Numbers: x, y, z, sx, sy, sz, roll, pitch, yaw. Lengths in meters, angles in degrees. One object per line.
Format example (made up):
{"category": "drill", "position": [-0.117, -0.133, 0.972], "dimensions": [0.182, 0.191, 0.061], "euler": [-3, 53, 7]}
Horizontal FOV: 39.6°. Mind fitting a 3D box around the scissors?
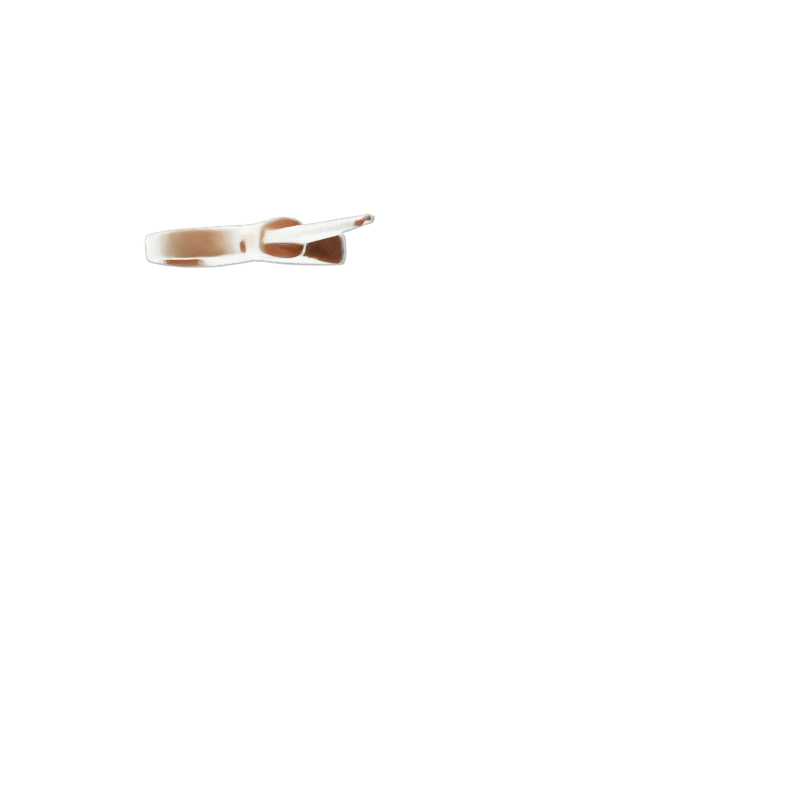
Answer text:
{"category": "scissors", "position": [-0.034, -0.061, 0.430], "dimensions": [0.093, 0.016, 0.209], "euler": [-3, 6, -35]}
